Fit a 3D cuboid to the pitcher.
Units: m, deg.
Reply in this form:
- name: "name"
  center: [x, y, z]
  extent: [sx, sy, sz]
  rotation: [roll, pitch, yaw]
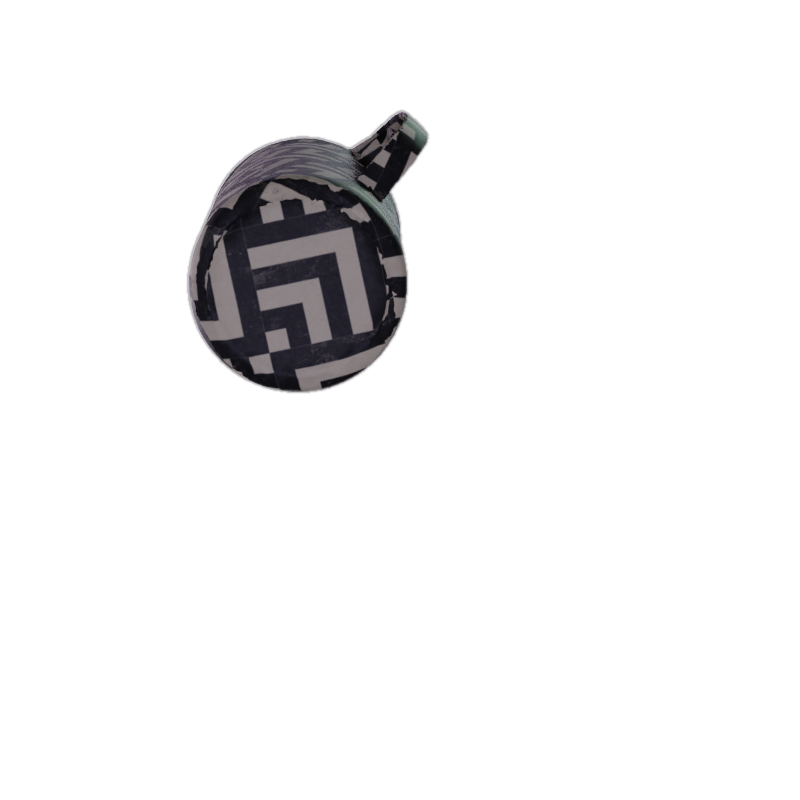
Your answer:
- name: "pitcher"
  center: [-0.051, -0.093, 0.651]
  extent: [0.145, 0.146, 0.249]
  rotation: [-2, 13, -3]
